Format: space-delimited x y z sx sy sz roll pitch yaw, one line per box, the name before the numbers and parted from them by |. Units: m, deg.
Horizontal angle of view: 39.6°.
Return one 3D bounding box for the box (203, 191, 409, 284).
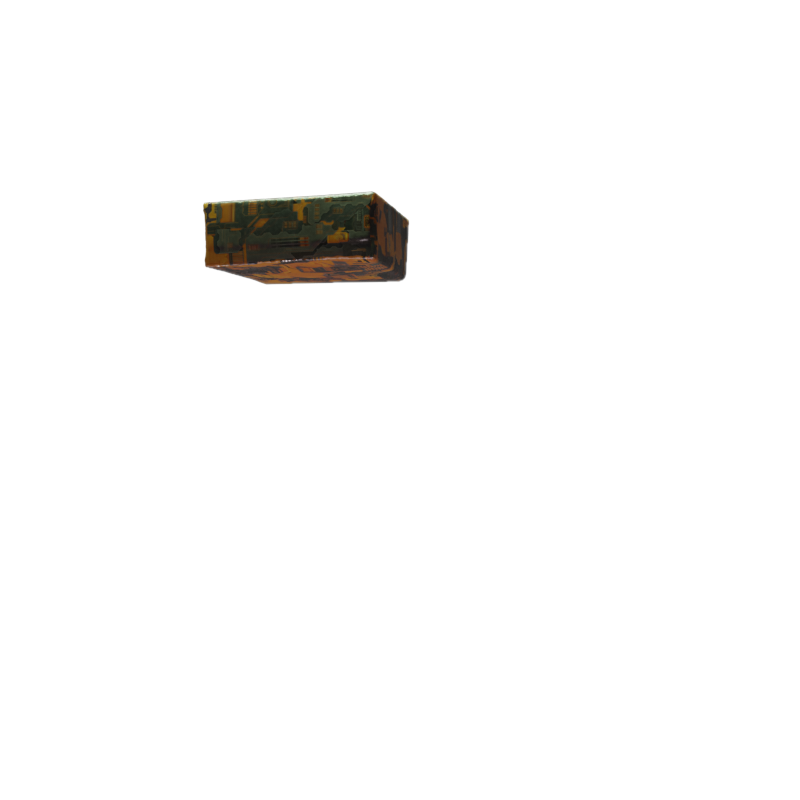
box | -0.047 -0.086 0.602 0.091 0.039 0.110 0 -1 11
